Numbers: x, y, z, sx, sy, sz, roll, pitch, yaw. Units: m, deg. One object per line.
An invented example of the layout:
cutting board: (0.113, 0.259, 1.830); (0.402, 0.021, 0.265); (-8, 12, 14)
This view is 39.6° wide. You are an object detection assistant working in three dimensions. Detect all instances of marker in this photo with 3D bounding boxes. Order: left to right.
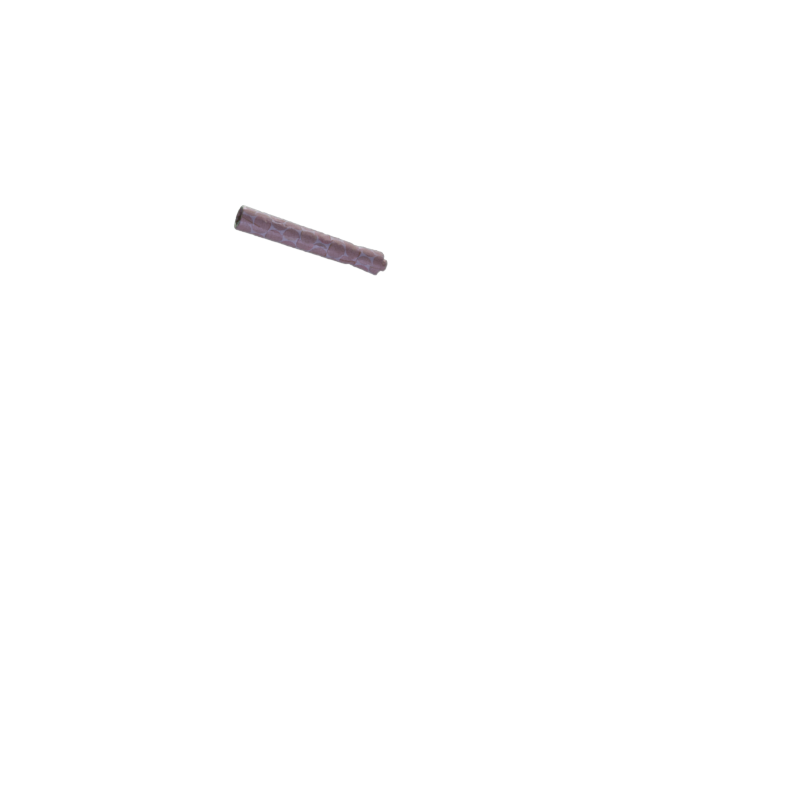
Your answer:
marker: (-0.065, -0.118, 0.830); (0.117, 0.020, 0.020); (16, -2, -17)
